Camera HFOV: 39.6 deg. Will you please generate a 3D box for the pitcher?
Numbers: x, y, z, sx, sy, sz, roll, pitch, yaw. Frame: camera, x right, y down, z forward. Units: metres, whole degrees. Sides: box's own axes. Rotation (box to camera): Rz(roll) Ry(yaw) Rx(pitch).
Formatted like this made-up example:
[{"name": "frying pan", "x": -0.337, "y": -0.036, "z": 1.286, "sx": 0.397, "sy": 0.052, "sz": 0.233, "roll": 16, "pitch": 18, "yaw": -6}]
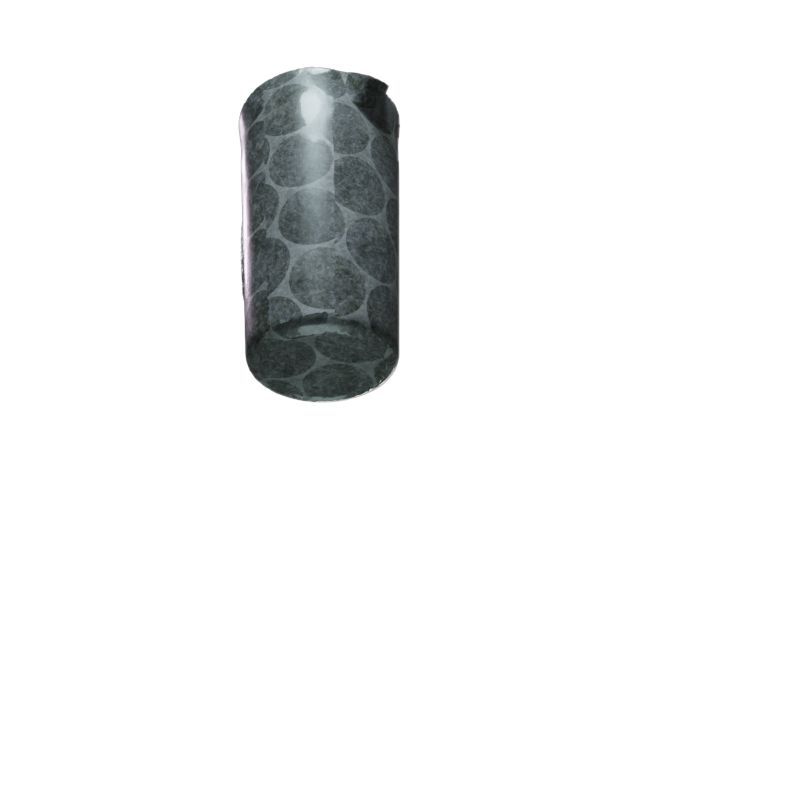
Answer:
[{"name": "pitcher", "x": -0.066, "y": -0.121, "z": 0.849, "sx": 0.146, "sy": 0.260, "sz": 0.138, "roll": -6, "pitch": -35, "yaw": 5}]
